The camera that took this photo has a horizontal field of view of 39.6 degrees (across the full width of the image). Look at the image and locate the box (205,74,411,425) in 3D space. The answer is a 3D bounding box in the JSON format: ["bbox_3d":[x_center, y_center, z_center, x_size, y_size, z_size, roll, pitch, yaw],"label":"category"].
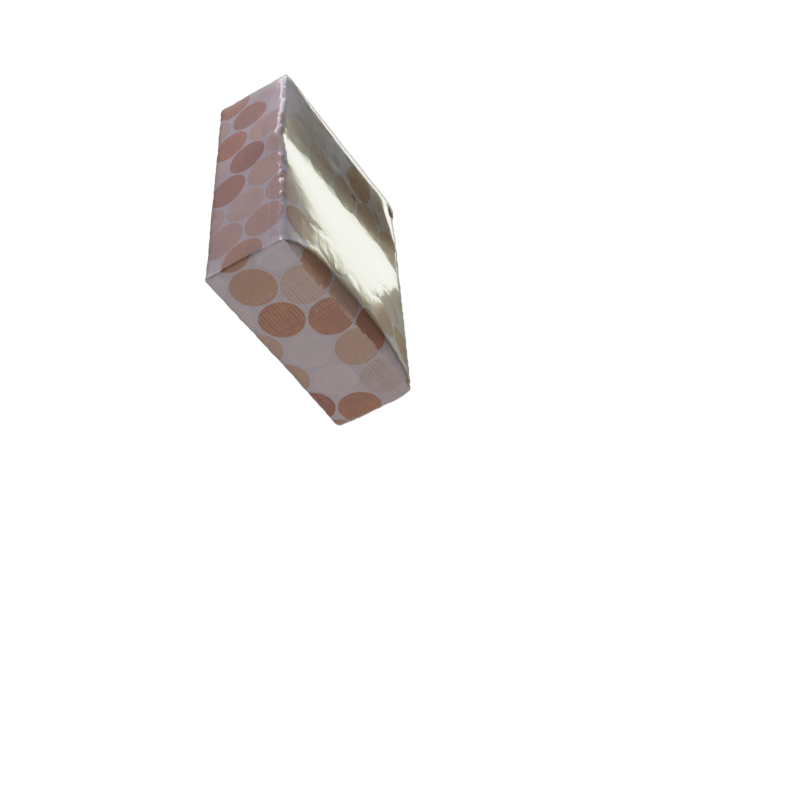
[{"bbox_3d":[-0.064,-0.116,0.814,0.072,0.229,0.153,-27,-52,19],"label":"box"}]
